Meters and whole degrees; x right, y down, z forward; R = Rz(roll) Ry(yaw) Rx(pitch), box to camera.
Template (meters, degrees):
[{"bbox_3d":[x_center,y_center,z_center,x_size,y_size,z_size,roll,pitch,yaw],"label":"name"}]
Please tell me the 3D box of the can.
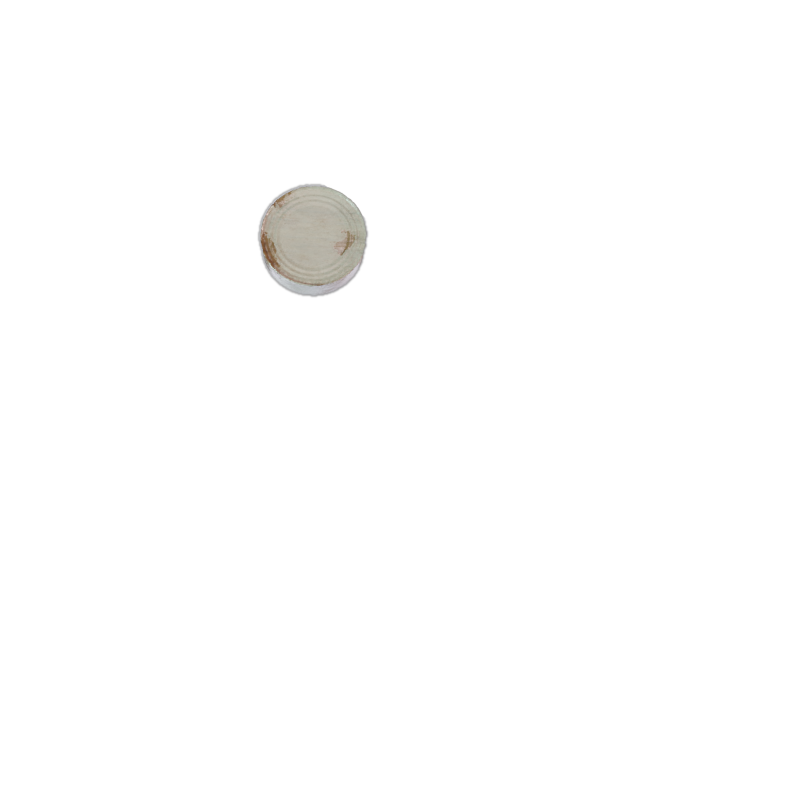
[{"bbox_3d":[-0.070,-0.128,0.898,0.086,0.090,0.032,-1,-18,-1],"label":"can"}]
